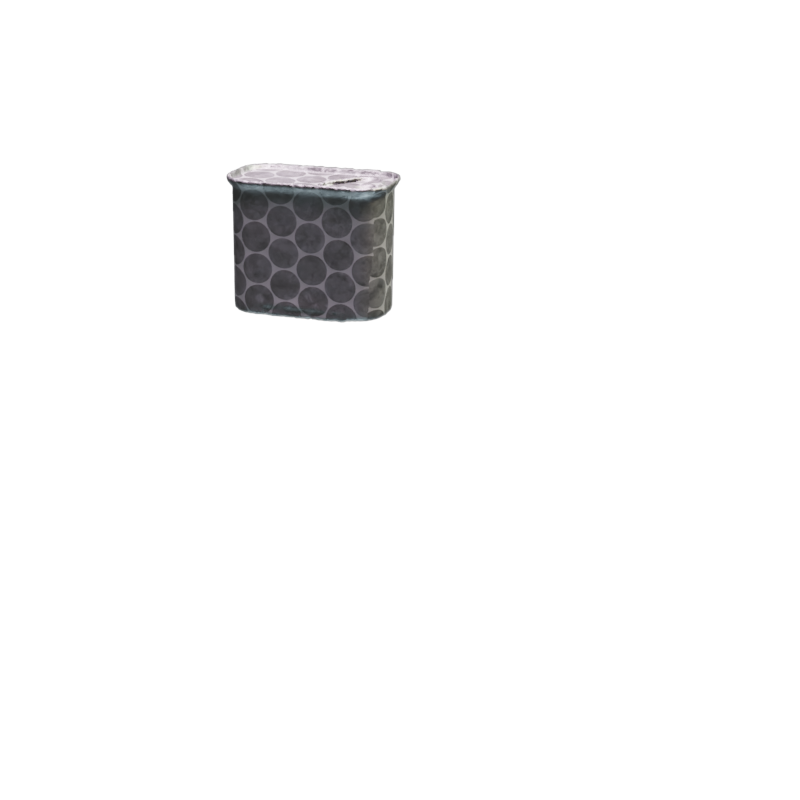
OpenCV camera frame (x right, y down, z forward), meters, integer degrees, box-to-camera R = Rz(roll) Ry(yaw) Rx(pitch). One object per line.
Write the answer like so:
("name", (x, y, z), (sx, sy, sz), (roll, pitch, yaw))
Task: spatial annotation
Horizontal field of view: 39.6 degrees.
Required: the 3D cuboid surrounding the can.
("can", (-0.053, -0.096, 0.676), (0.104, 0.081, 0.058), (6, 18, 16))
